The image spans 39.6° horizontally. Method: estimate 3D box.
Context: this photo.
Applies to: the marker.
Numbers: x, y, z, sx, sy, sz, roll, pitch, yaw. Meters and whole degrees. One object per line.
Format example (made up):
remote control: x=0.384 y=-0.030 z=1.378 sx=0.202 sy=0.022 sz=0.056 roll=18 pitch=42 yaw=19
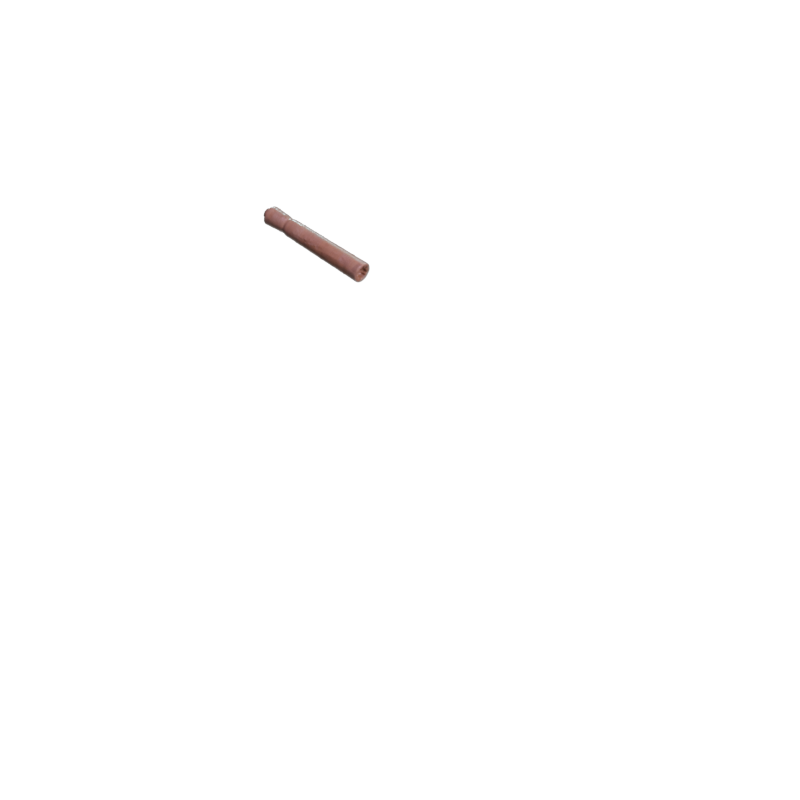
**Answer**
marker: x=-0.078 y=-0.141 z=0.989 sx=0.129 sy=0.019 sz=0.019 roll=35 pitch=23 yaw=31
